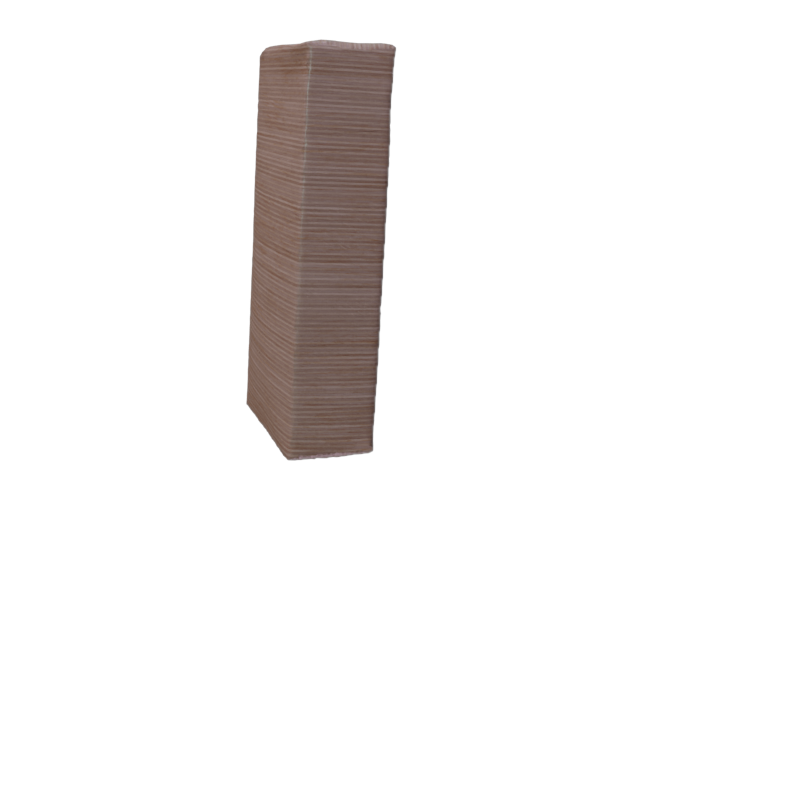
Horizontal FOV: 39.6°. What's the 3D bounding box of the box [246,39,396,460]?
[{"bbox_3d":[-0.040,-0.072,0.502,0.047,0.173,0.097,-2,9,-18],"label":"box"}]
